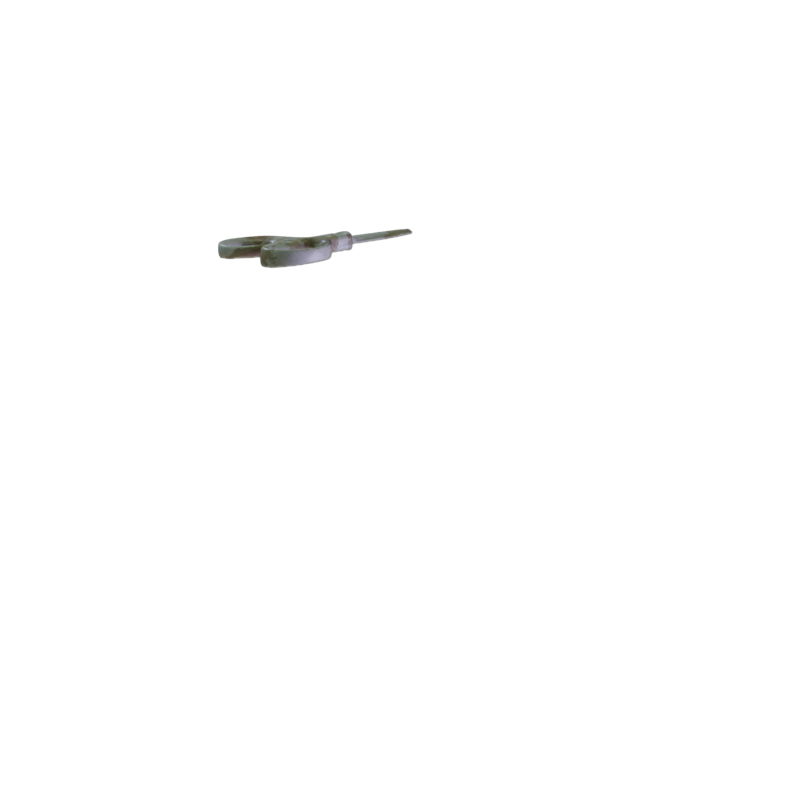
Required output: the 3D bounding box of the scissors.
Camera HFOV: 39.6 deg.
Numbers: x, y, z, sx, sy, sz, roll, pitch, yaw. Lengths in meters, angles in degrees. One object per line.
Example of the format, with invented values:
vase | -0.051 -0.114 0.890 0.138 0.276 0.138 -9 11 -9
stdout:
scissors | -0.068 -0.125 0.873 0.099 0.015 0.201 5 15 20
